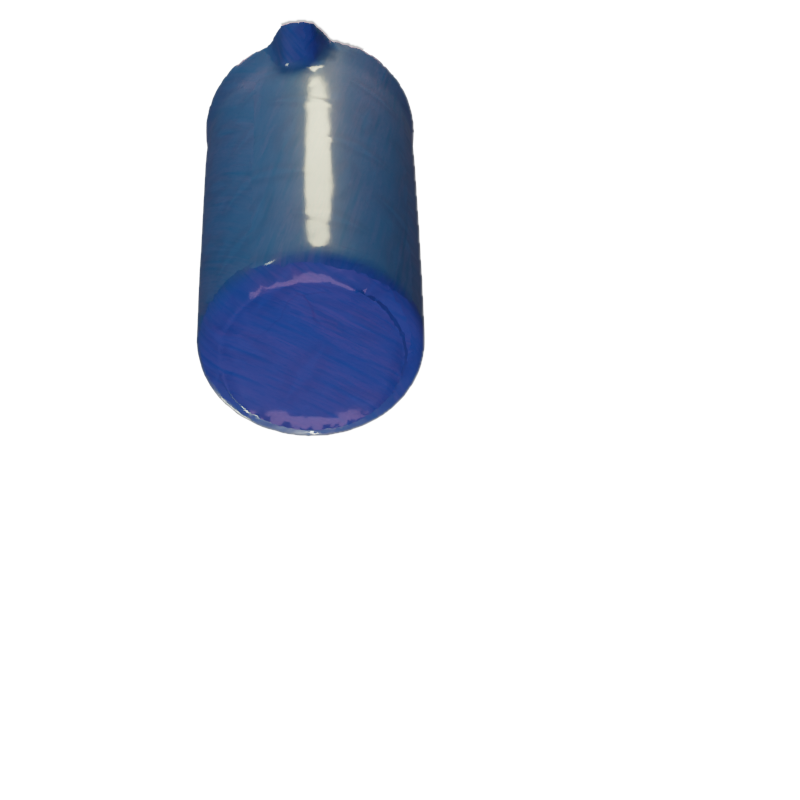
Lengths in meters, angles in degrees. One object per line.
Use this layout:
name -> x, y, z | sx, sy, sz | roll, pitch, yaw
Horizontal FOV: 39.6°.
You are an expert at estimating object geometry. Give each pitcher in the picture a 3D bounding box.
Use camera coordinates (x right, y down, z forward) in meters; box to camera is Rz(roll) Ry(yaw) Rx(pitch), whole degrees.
pitcher -> -0.049, -0.089, 0.622 | 0.141, 0.143, 0.260 | 35, 28, -26
